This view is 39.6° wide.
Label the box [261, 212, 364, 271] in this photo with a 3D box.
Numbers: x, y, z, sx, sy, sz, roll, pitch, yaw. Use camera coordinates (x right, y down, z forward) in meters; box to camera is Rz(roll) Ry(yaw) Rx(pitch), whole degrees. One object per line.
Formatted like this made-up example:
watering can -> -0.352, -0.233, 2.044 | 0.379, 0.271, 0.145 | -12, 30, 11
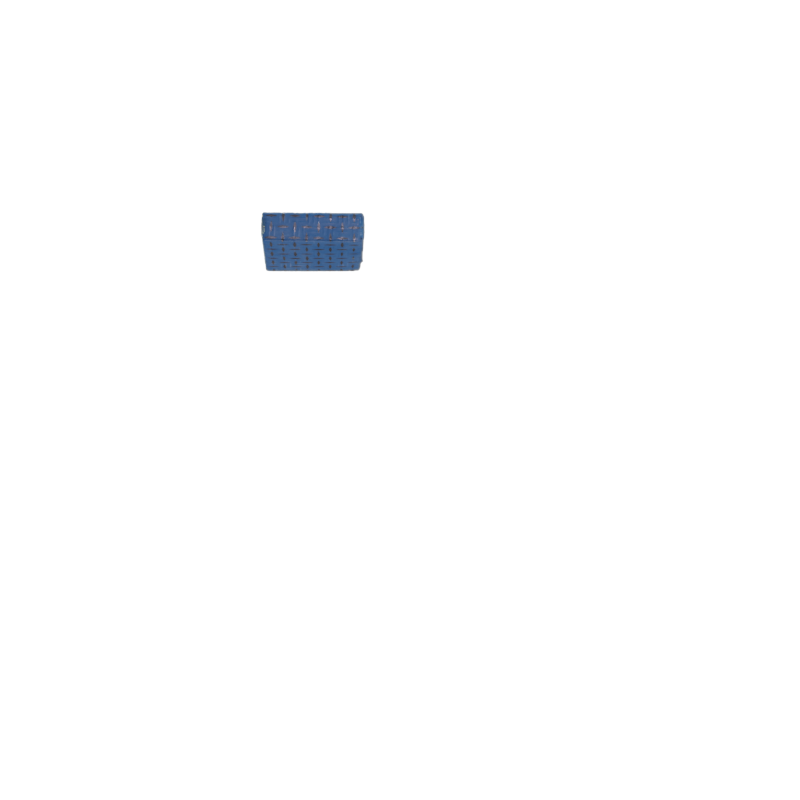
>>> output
box -> -0.077, -0.140, 0.982 | 0.089, 0.032, 0.070 | 0, -16, -1
